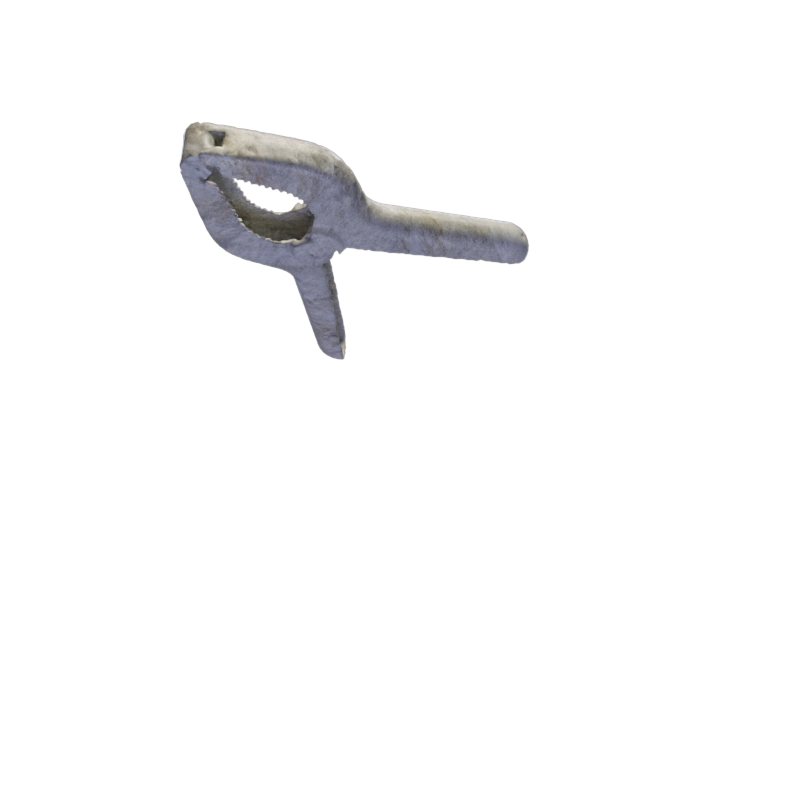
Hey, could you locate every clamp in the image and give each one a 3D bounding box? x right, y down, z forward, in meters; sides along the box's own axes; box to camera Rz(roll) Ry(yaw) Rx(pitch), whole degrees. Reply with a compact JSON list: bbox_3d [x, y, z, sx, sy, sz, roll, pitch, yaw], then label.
[{"bbox_3d":[-0.052,-0.094,0.661,0.198,0.039,0.162,25,-43,-31],"label":"clamp"}]
